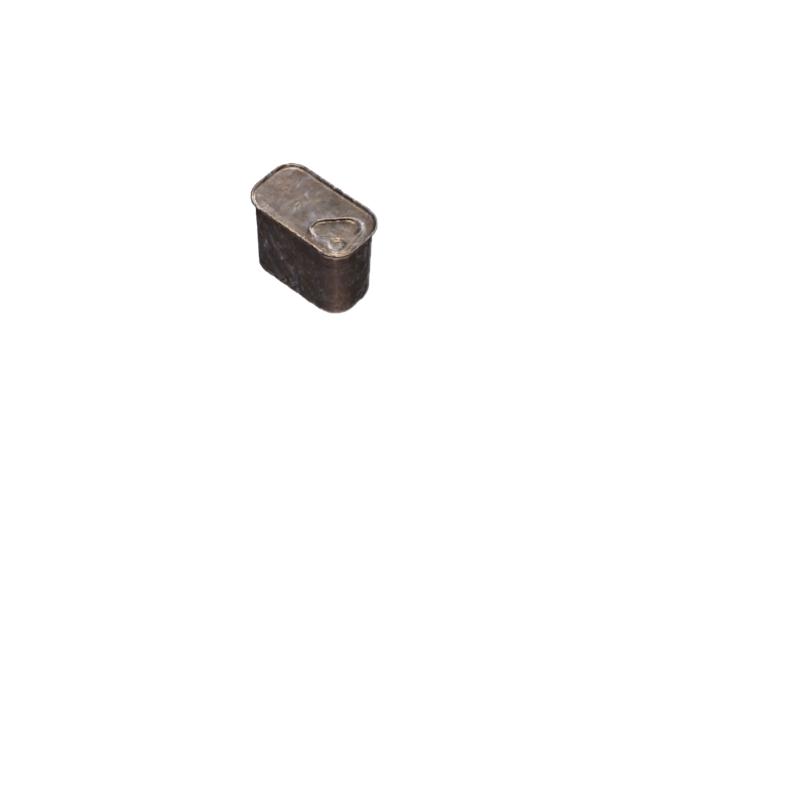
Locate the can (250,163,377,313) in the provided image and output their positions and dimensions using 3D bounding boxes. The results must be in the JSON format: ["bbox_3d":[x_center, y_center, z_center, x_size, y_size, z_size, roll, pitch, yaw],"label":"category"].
[{"bbox_3d":[-0.069,-0.127,0.887,0.107,0.058,0.078,36,-29,21],"label":"can"}]
